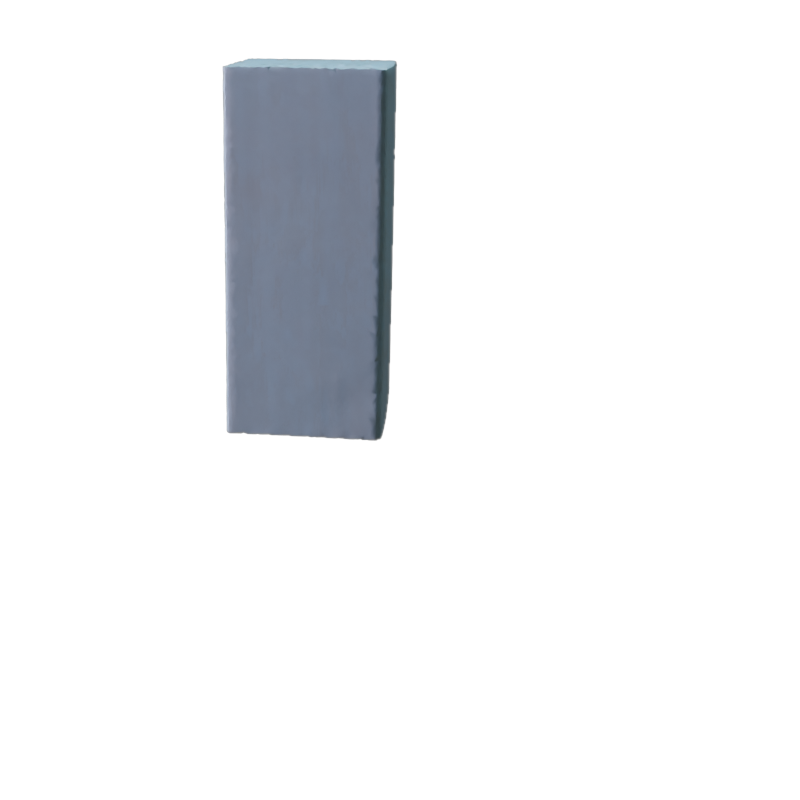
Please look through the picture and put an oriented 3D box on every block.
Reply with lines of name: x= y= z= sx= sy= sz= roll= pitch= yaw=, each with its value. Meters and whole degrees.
block: x=-0.050 y=-0.092 z=0.644 sx=0.091 sy=0.200 sz=0.092 roll=2 pitch=14 yaw=5
